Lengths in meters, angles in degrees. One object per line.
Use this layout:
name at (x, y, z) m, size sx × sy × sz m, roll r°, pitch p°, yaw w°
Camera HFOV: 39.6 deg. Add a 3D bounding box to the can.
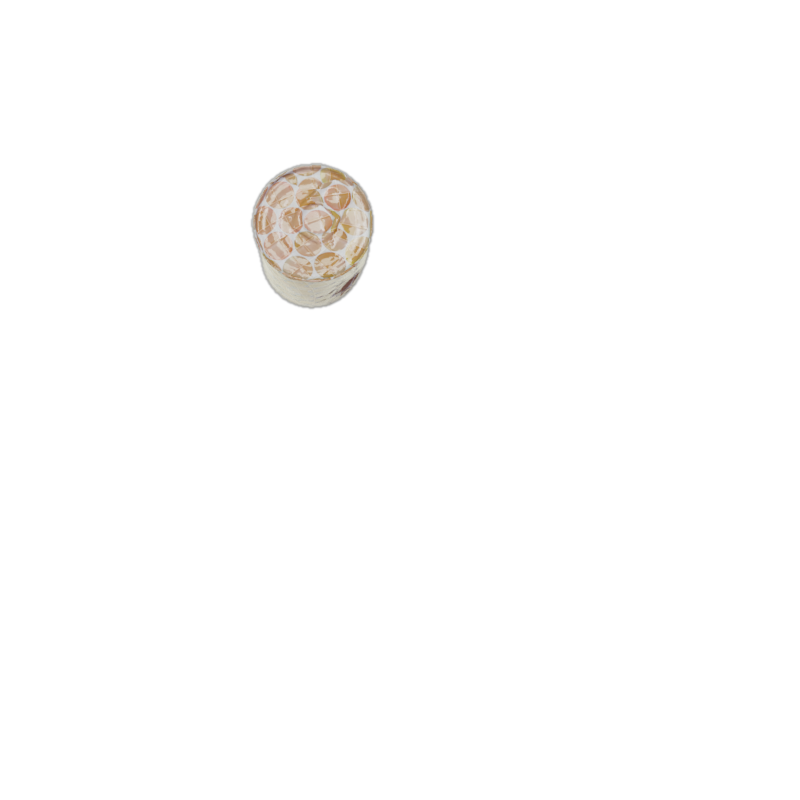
can at (-0.052, -0.096, 0.670) m, size 0.068 × 0.070 × 0.100 m, roll 0°, pitch -7°, yaw -3°
